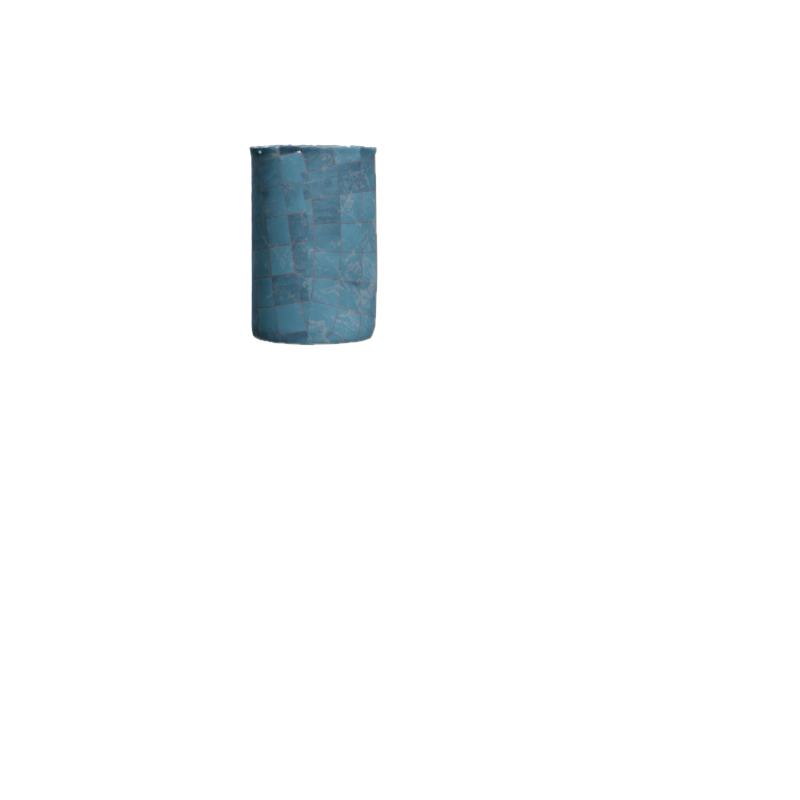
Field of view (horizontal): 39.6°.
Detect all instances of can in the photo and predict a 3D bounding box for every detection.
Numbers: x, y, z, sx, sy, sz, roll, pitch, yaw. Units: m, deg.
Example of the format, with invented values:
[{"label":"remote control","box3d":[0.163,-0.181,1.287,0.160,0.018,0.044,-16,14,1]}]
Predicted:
[{"label":"can","box3d":[-0.046,-0.085,0.594,0.068,0.101,0.070,0,6,-2]}]
